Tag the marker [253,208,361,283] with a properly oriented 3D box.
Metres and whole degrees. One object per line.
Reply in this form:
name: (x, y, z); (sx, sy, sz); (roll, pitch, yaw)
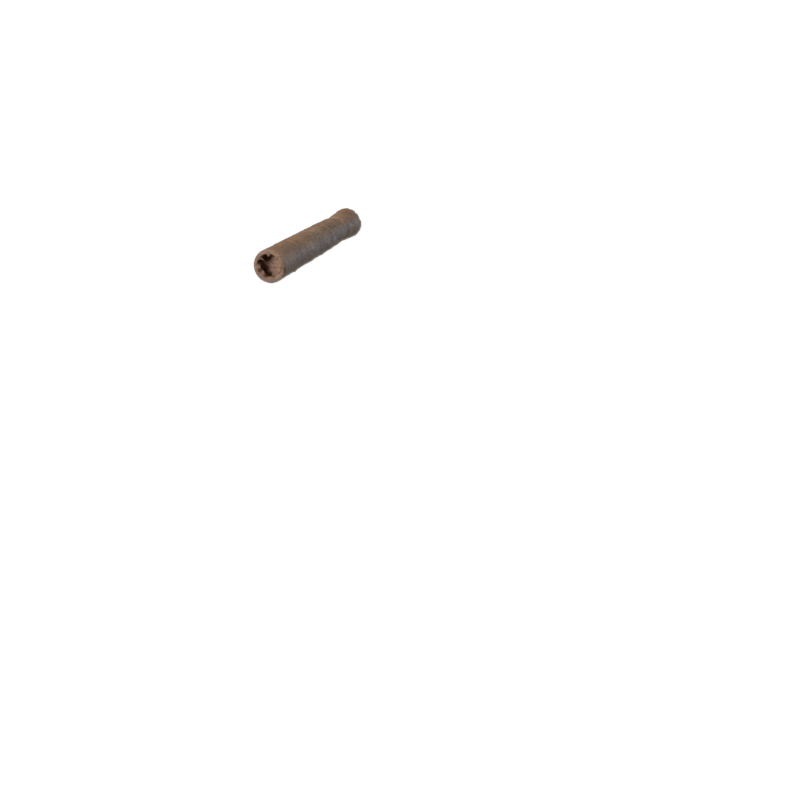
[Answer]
marker: (-0.050, -0.092, 0.641); (0.020, 0.019, 0.122); (1, 20, 20)
